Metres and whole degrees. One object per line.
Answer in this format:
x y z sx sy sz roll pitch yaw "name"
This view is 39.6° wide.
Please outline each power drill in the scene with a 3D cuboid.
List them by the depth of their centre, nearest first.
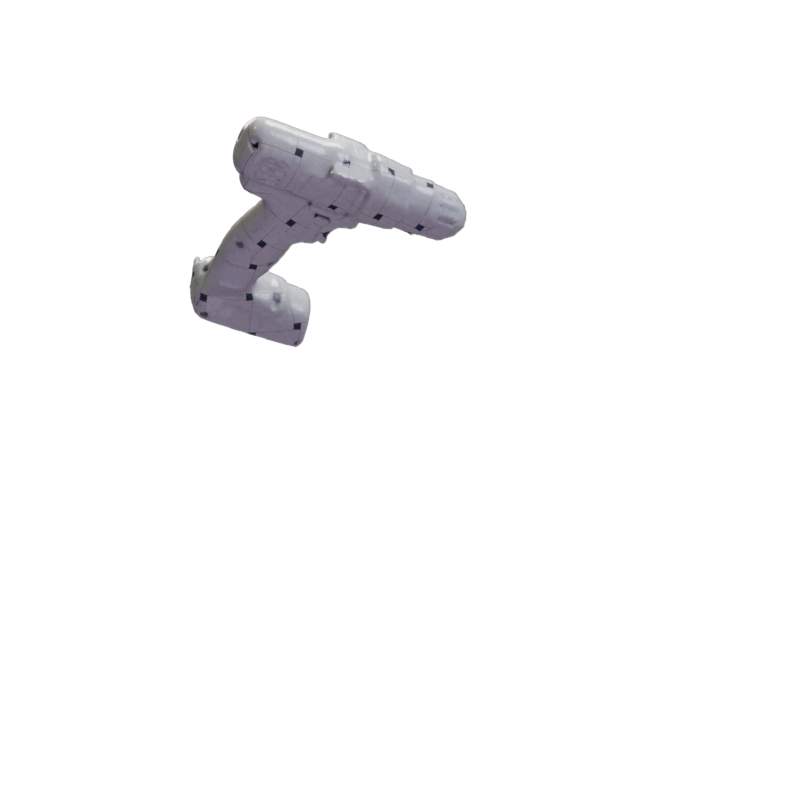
-0.067 -0.122 0.852 0.178 0.062 0.181 20 -47 -20 "power drill"
